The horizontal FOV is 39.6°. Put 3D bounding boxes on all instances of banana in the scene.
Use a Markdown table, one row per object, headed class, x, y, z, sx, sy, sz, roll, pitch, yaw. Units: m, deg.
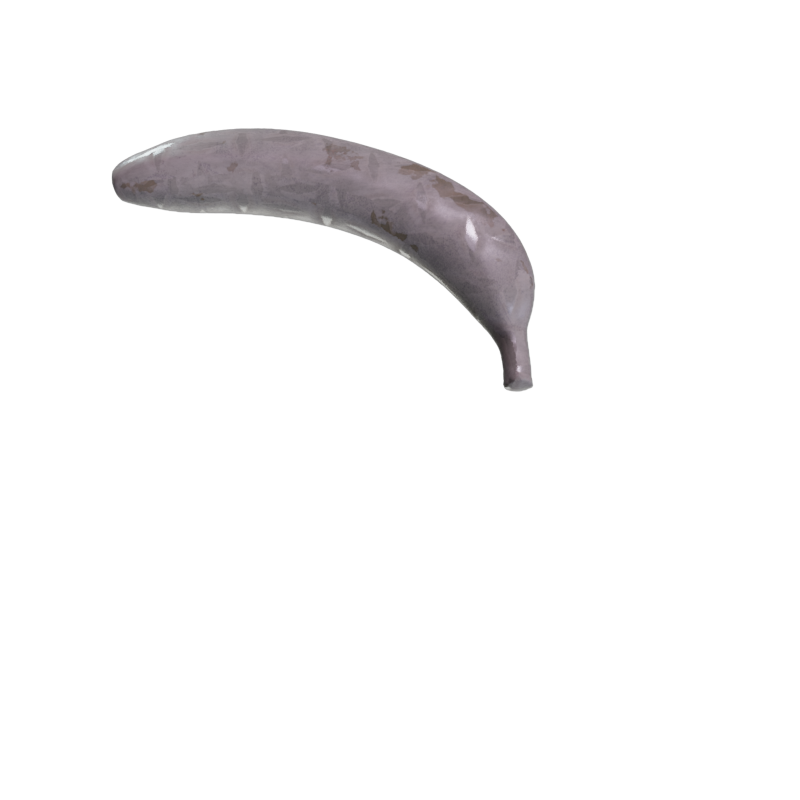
| class | x | y | z | sx | sy | sz | roll | pitch | yaw |
| --- | --- | --- | --- | --- | --- | --- | --- | --- | --- |
| banana | -0.023 | -0.077 | 0.460 | 0.205 | 0.072 | 0.034 | 26 | -30 | 16 |
